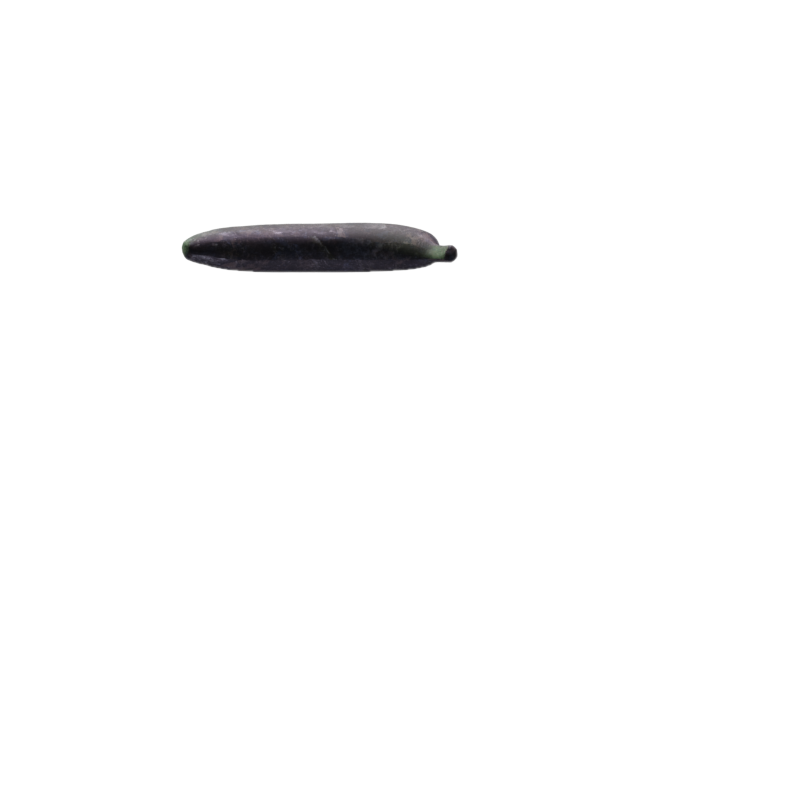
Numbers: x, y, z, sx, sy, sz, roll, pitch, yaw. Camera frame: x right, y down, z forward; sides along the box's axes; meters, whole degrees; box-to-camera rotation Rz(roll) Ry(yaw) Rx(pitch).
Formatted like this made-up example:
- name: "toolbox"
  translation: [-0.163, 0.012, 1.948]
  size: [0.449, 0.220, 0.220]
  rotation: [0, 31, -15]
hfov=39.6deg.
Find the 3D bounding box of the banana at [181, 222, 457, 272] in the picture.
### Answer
- name: "banana"
  translation: [-0.058, -0.114, 0.817]
  size: [0.199, 0.037, 0.068]
  rotation: [0, -3, 6]
